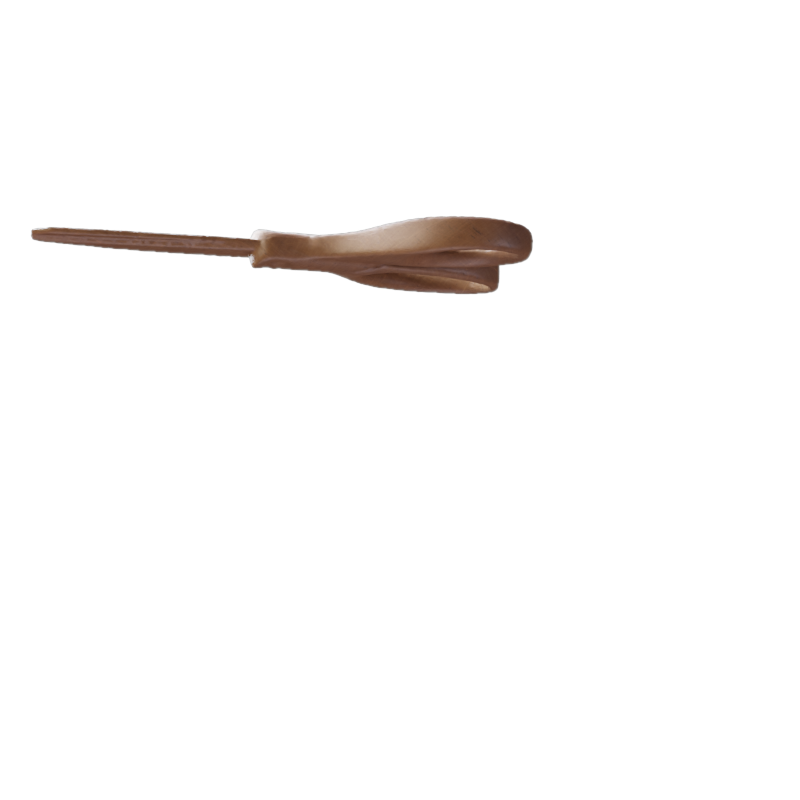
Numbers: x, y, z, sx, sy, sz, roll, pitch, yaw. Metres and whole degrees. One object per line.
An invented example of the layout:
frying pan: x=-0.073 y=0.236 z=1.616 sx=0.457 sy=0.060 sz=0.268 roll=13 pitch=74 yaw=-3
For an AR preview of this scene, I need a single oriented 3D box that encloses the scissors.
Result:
scissors: x=-0.035 y=-0.063 z=0.441 sx=0.194 sy=0.016 sz=0.097 roll=4 pitch=-9 yaw=-30
